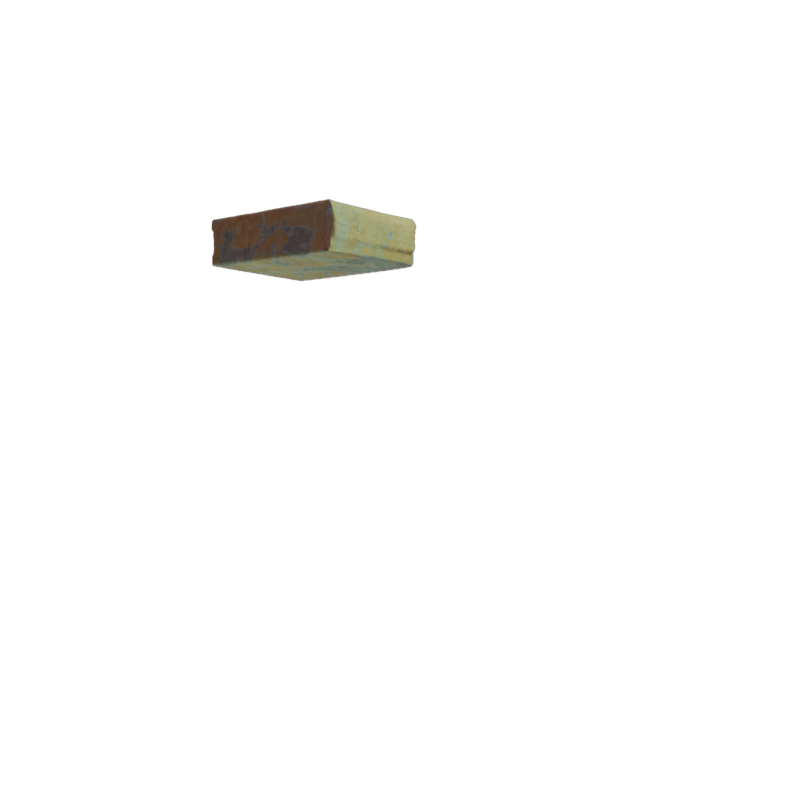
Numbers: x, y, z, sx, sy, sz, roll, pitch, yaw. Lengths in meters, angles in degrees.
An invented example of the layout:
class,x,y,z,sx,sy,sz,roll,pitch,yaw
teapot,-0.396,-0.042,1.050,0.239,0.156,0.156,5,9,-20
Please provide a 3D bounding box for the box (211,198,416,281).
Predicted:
class,x,y,z,sx,sy,sz,roll,pitch,yaw
box,-0.048,-0.087,0.610,0.092,0.031,0.070,-2,-4,40
